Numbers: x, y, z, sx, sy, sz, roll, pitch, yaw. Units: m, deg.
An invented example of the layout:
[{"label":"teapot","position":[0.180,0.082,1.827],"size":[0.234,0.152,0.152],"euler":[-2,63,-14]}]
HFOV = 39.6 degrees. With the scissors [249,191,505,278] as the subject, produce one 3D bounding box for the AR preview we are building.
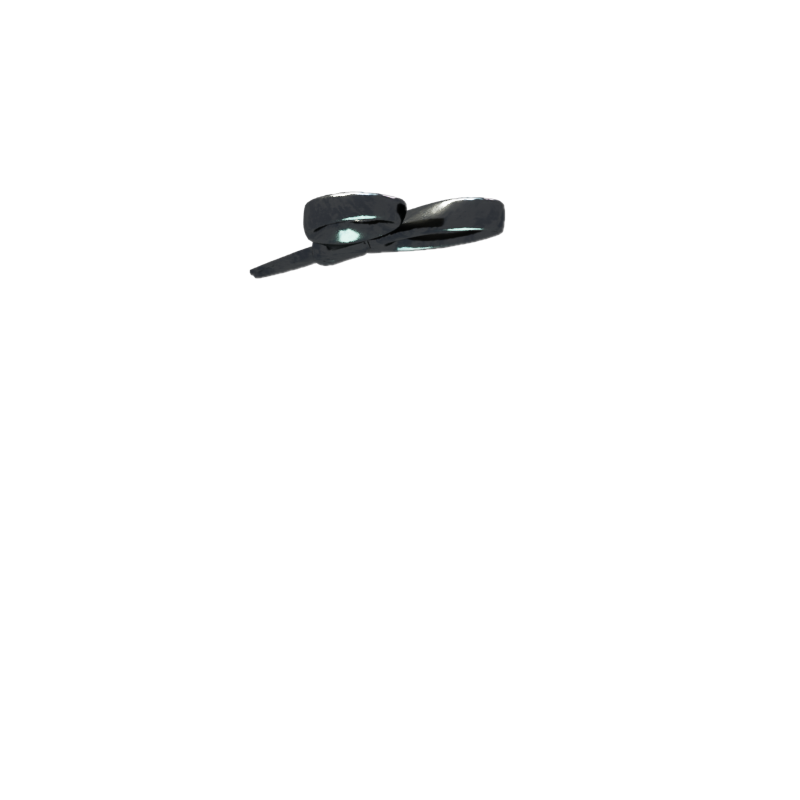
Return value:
[{"label":"scissors","position":[-0.042,-0.077,0.537],"size":[0.208,0.016,0.092],"euler":[-3,-4,45]}]
